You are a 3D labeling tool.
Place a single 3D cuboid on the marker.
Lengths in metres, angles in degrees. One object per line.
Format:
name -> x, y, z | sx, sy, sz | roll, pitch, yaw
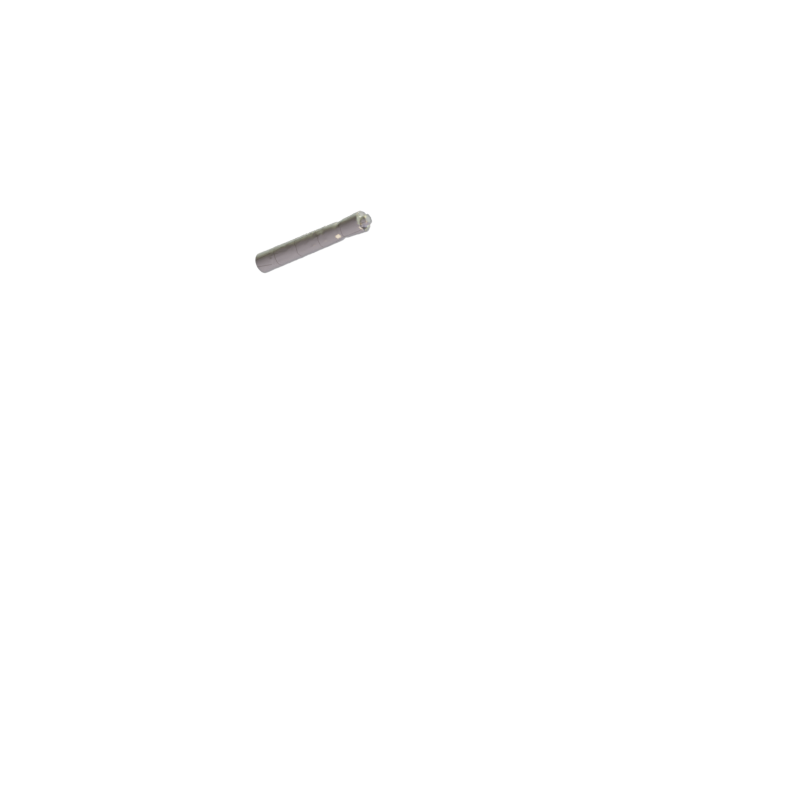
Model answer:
marker -> -0.075, -0.137, 0.957 | 0.122, 0.020, 0.019 | -17, -6, 34
